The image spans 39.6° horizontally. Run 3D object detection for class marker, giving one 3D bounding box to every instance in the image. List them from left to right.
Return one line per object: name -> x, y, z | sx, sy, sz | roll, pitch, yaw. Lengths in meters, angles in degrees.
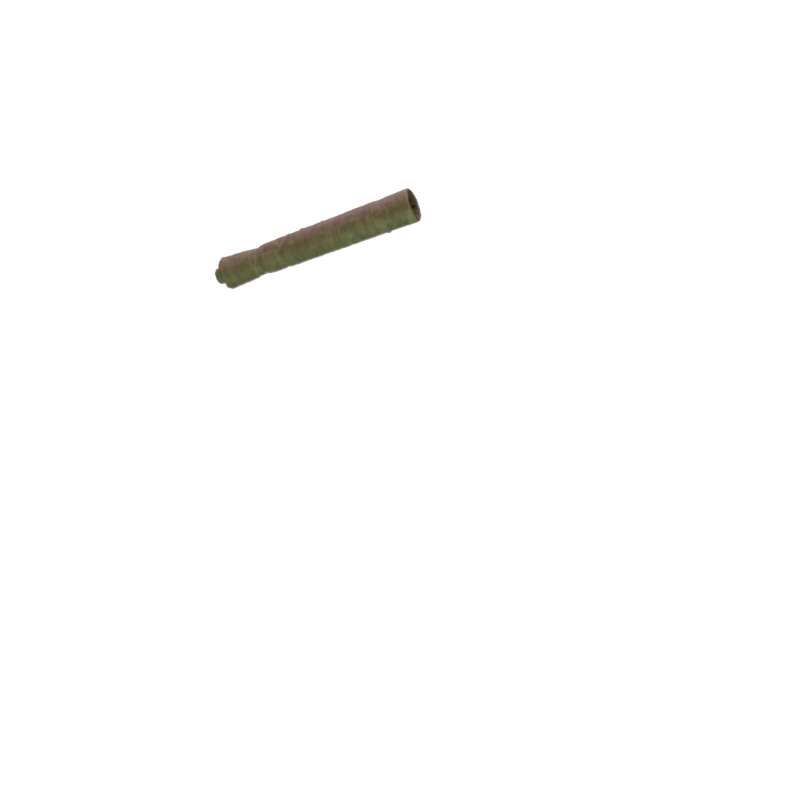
marker -> -0.047, -0.086, 0.604 | 0.122, 0.020, 0.019 | -17, -2, 20
